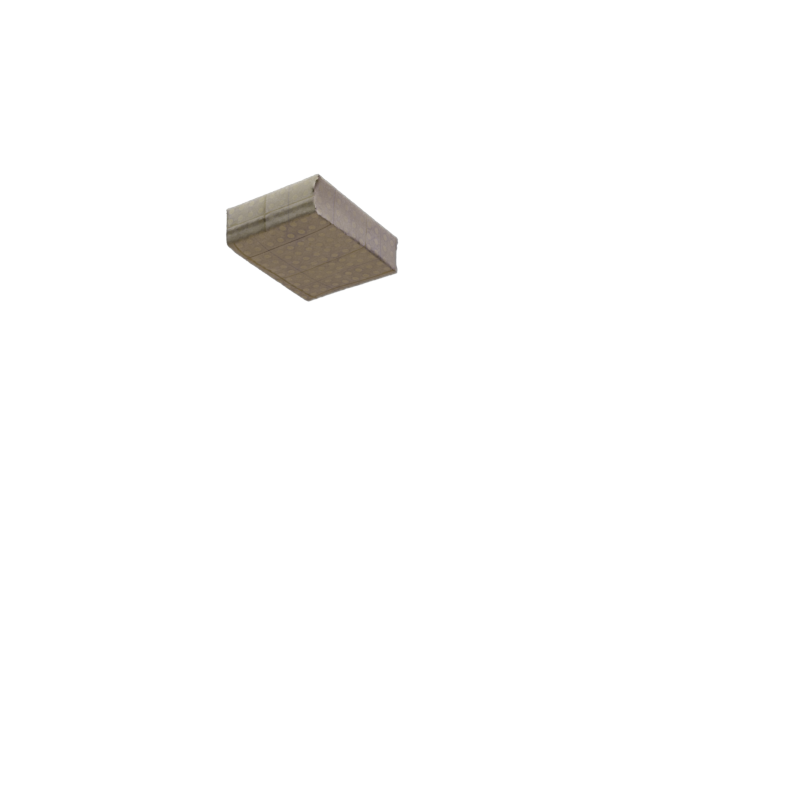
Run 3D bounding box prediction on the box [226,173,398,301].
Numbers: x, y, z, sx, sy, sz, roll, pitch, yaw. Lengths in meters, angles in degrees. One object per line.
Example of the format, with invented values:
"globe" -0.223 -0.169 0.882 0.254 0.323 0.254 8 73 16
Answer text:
"box" -0.068 -0.124 0.866 0.091 0.041 0.106 -16 -29 31
